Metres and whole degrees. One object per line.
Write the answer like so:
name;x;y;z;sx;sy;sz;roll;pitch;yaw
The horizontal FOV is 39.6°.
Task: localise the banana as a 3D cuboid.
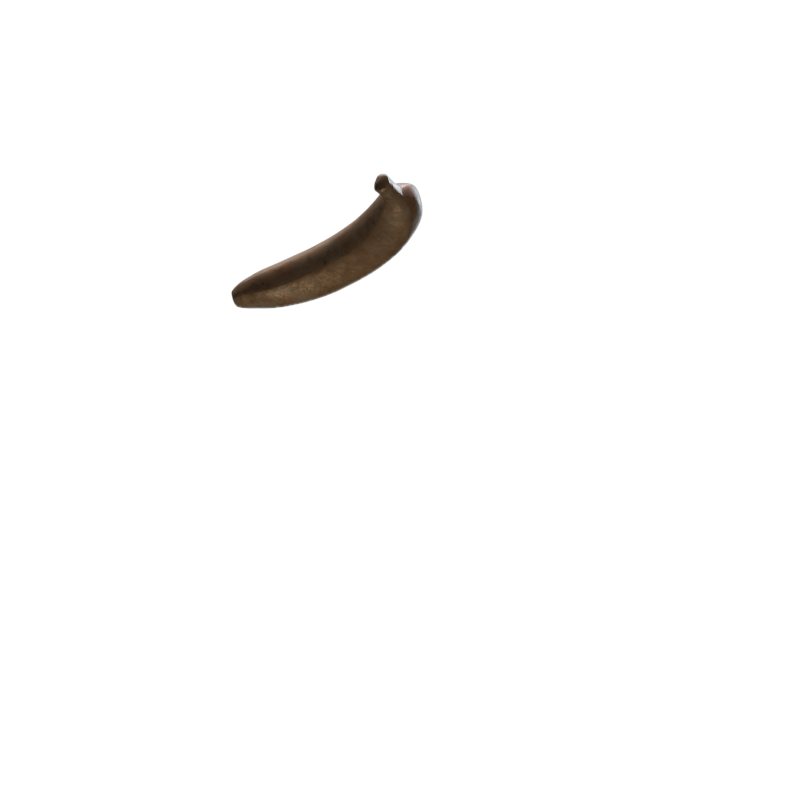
banana;-0.043;-0.108;0.778;0.066;0.039;0.196;18;-31;-32
